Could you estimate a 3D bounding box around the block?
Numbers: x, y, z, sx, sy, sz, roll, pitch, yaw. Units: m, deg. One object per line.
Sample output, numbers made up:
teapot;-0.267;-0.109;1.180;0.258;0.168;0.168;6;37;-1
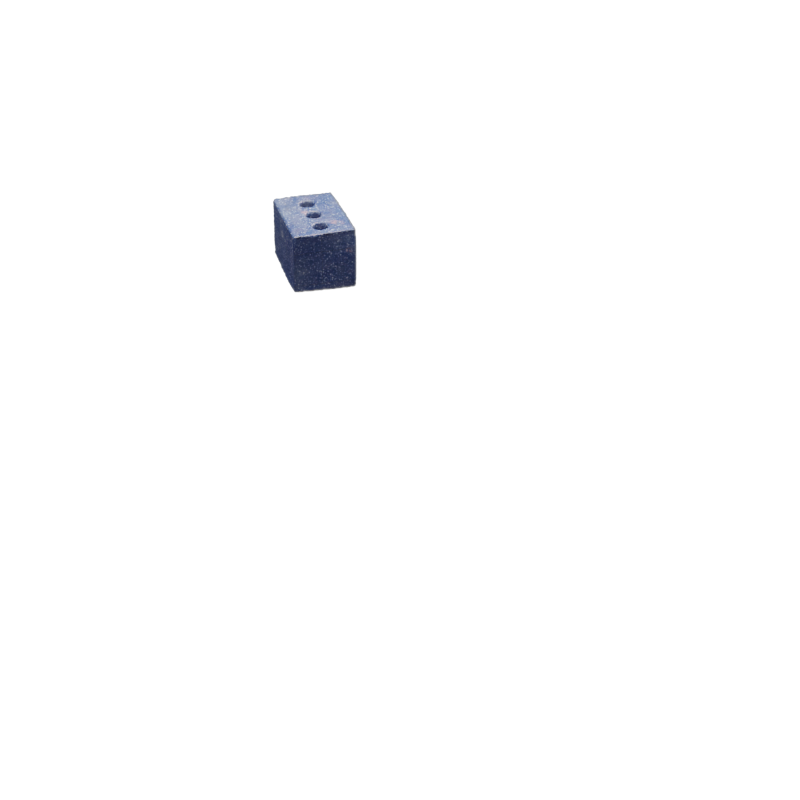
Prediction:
block;-0.071;-0.130;0.912;0.052;0.048;0.084;-8;32;-15
